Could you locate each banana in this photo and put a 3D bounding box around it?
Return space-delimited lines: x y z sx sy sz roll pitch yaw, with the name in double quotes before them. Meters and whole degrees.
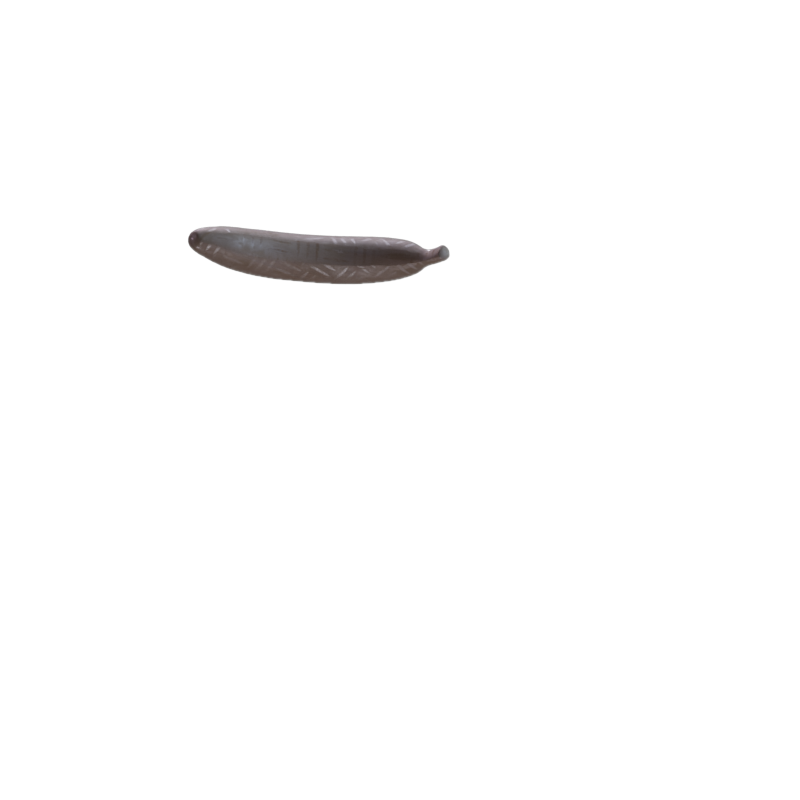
"banana" -0.065 -0.116 0.866 0.197 0.039 0.067 1 -19 -4
